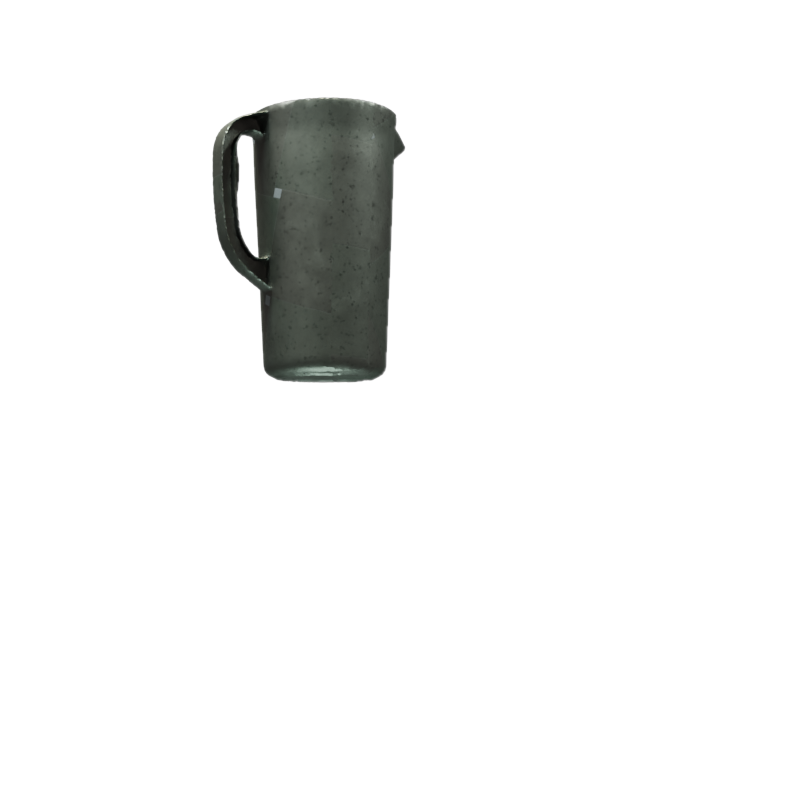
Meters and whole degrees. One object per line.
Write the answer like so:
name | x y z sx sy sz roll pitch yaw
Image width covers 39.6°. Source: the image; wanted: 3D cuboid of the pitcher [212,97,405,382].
pitcher | -0.077 -0.141 0.987 0.152 0.249 0.139 -3 -9 13
